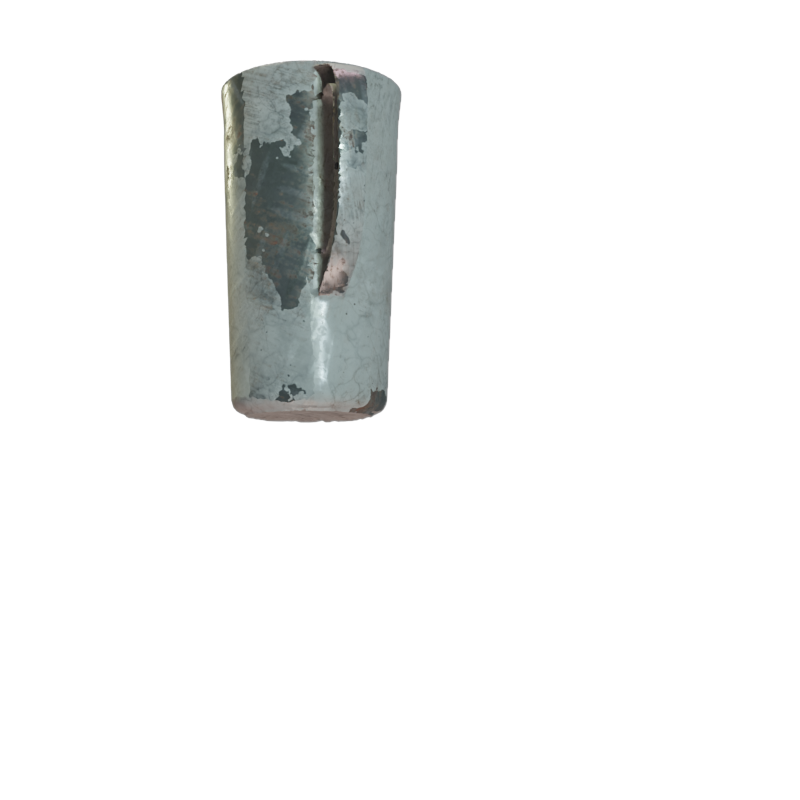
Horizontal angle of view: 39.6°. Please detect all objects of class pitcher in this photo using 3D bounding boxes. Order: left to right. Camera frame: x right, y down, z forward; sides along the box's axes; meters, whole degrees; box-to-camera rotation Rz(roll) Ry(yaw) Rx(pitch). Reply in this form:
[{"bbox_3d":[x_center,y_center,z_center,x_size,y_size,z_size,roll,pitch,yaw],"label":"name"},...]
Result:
[{"bbox_3d":[-0.061,-0.112,0.781,0.148,0.251,0.141,-7,-13,25],"label":"pitcher"}]
